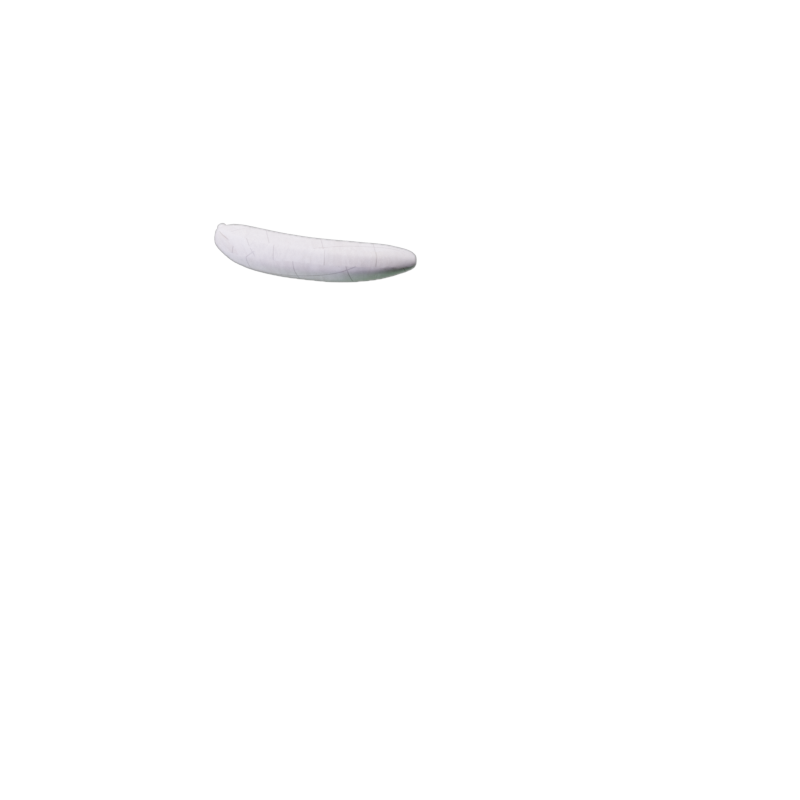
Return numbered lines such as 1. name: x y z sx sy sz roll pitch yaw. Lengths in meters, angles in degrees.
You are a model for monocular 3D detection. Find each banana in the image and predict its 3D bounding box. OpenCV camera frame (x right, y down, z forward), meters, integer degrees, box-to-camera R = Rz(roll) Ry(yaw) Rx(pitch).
1. banana: -0.087 -0.133 0.981 0.204 0.034 0.072 13 35 19
